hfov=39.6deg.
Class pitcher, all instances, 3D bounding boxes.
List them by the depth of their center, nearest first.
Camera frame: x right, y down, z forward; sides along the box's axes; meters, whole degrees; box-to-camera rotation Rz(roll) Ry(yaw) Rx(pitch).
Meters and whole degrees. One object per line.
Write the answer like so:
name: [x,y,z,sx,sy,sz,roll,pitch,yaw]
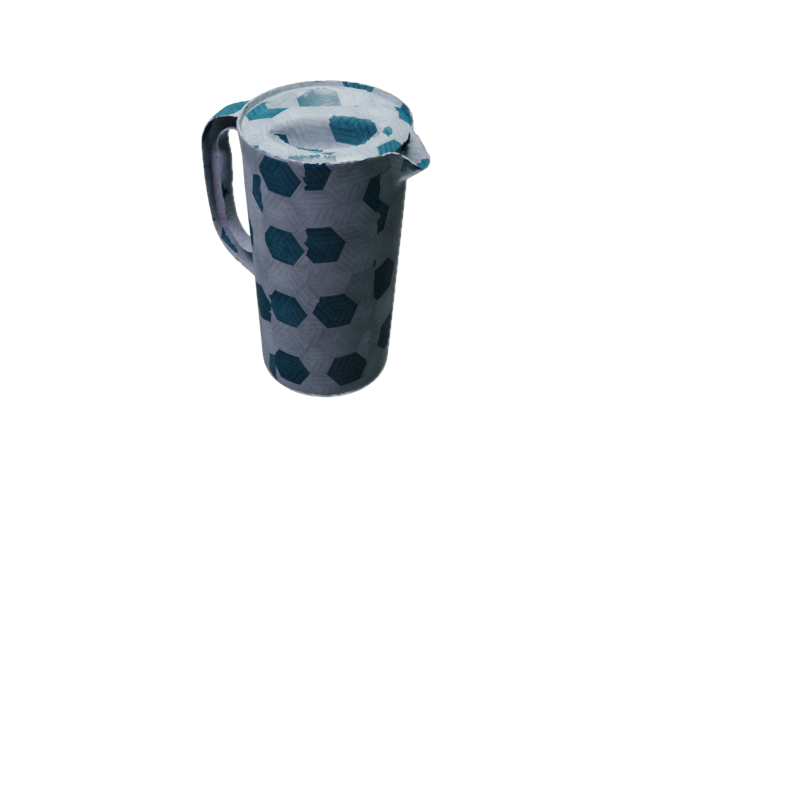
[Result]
pitcher: [-0.070,-0.128,0.895,0.143,0.227,0.161,-12,40,-19]
